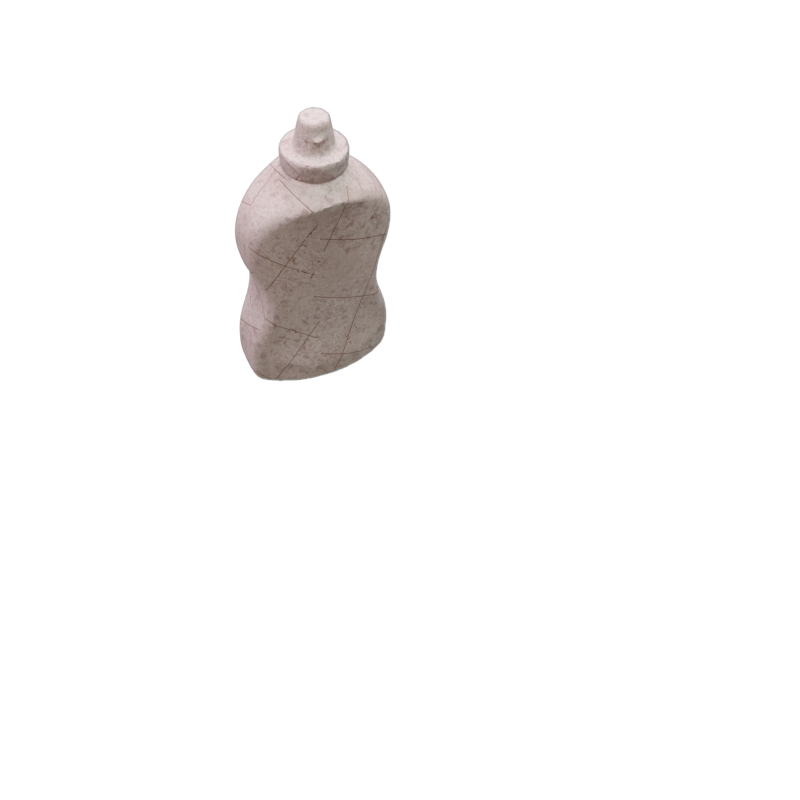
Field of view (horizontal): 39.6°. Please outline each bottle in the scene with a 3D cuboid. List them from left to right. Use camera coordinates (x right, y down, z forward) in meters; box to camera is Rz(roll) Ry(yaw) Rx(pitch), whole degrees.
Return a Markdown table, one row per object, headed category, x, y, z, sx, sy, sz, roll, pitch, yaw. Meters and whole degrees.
| category | x | y | z | sx | sy | sz | roll | pitch | yaw |
| --- | --- | --- | --- | --- | --- | --- | --- | --- | --- |
| bottle | -0.054 | -0.098 | 0.686 | 0.095 | 0.179 | 0.063 | -15 | 48 | -17 |
